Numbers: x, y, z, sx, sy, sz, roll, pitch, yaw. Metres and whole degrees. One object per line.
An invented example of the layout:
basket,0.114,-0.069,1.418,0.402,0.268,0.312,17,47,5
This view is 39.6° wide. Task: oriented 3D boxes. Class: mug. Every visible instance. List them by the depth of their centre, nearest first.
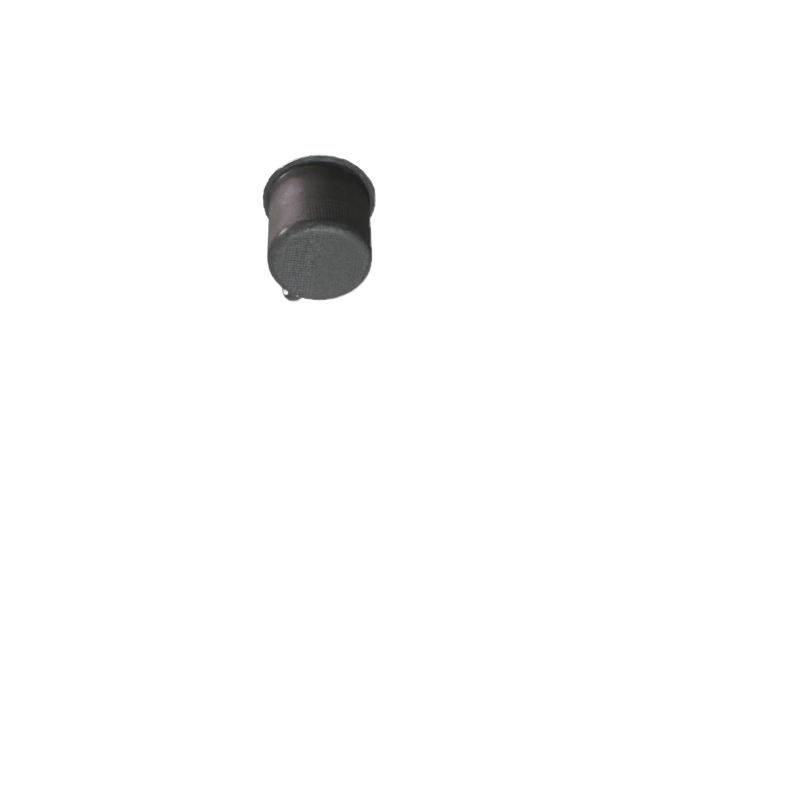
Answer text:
mug,-0.069,-0.127,0.887,0.090,0.087,0.113,19,-48,-19
